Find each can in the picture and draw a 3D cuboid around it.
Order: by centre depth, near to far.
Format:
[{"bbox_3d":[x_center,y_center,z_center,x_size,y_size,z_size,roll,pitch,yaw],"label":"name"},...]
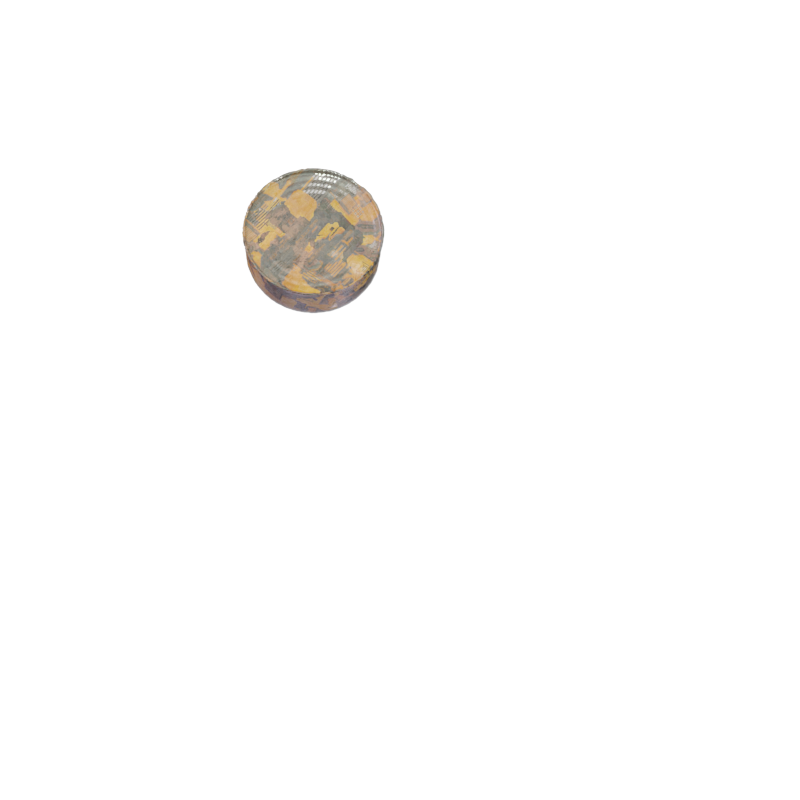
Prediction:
[{"bbox_3d":[-0.054,-0.098,0.685,0.086,0.091,0.032,-1,-24,-1],"label":"can"}]
